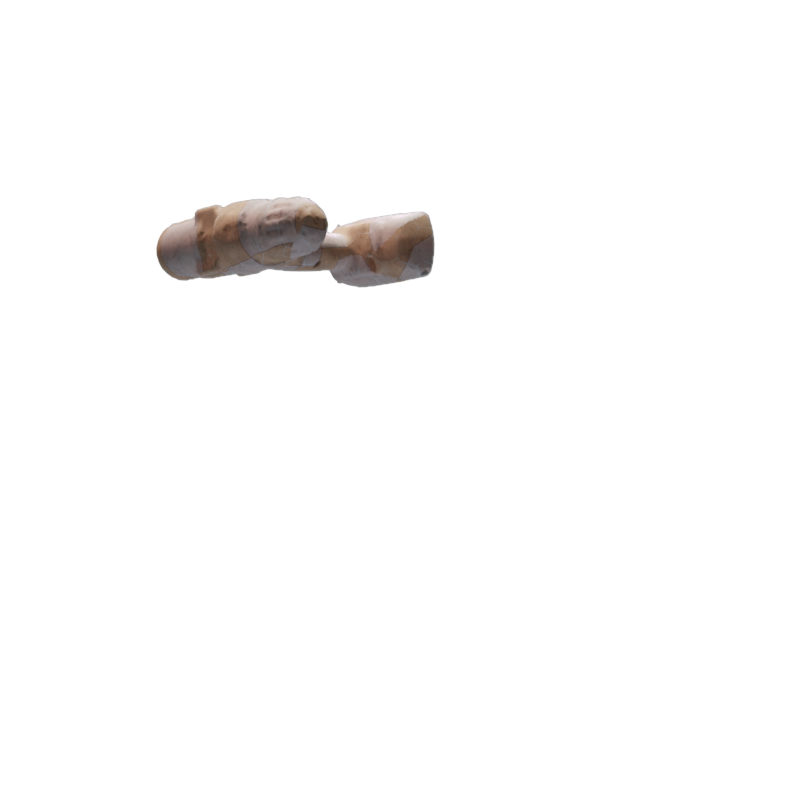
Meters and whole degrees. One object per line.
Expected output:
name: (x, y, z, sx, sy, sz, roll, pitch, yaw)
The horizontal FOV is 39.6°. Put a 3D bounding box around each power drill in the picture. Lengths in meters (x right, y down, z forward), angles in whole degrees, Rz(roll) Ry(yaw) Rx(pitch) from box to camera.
power drill: (-0.066, -0.120, 0.839, 0.180, 0.058, 0.191, -1, 1, -40)
